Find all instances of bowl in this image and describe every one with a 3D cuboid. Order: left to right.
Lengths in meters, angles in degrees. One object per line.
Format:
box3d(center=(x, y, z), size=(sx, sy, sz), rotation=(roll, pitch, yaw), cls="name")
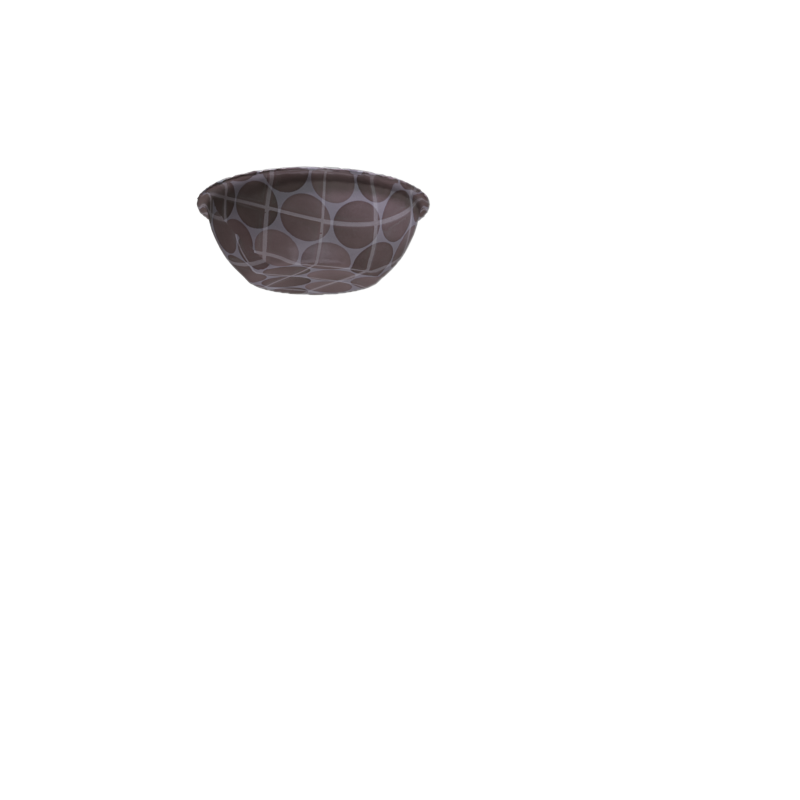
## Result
box3d(center=(-0.060, -0.109, 0.762), size=(0.162, 0.057, 0.158), rotation=(0, -9, -2), cls="bowl")
